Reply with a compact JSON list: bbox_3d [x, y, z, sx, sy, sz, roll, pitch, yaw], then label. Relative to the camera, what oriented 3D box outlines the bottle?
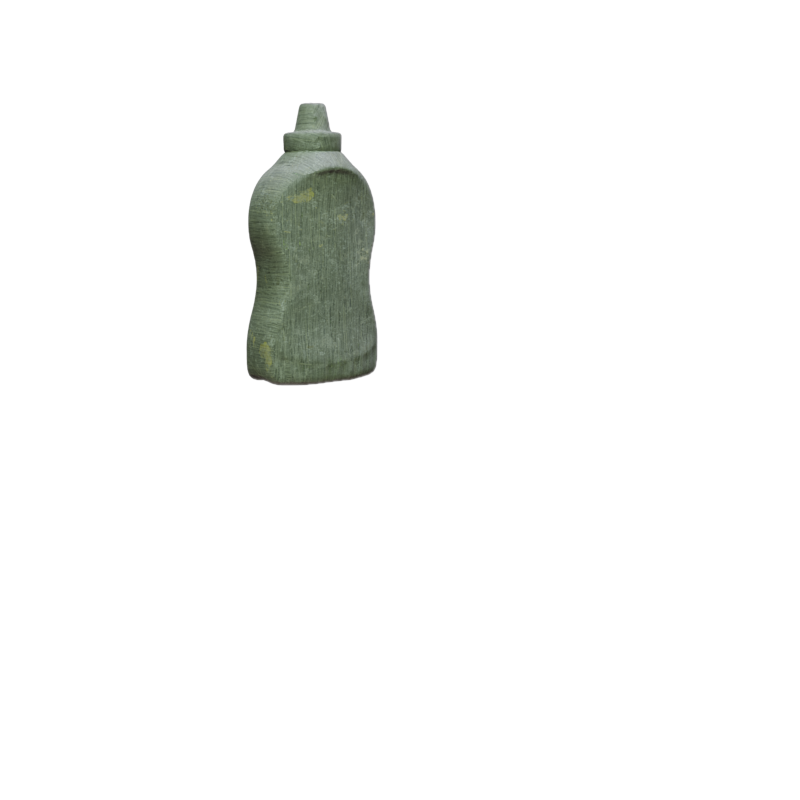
[{"bbox_3d":[-0.061,-0.110,0.773,0.093,0.190,0.061,-3,4,-36],"label":"bottle"}]
